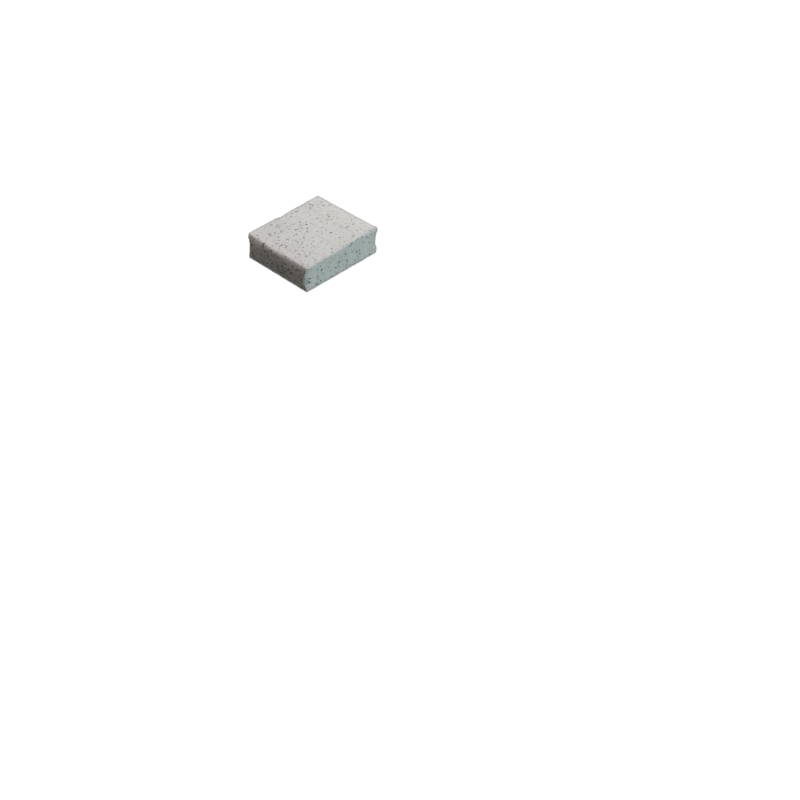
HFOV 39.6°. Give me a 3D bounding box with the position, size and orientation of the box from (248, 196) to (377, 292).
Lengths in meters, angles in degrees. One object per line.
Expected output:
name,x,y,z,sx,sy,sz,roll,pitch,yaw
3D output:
box,-0.075,-0.137,0.960,0.078,0.028,0.090,31,49,32
